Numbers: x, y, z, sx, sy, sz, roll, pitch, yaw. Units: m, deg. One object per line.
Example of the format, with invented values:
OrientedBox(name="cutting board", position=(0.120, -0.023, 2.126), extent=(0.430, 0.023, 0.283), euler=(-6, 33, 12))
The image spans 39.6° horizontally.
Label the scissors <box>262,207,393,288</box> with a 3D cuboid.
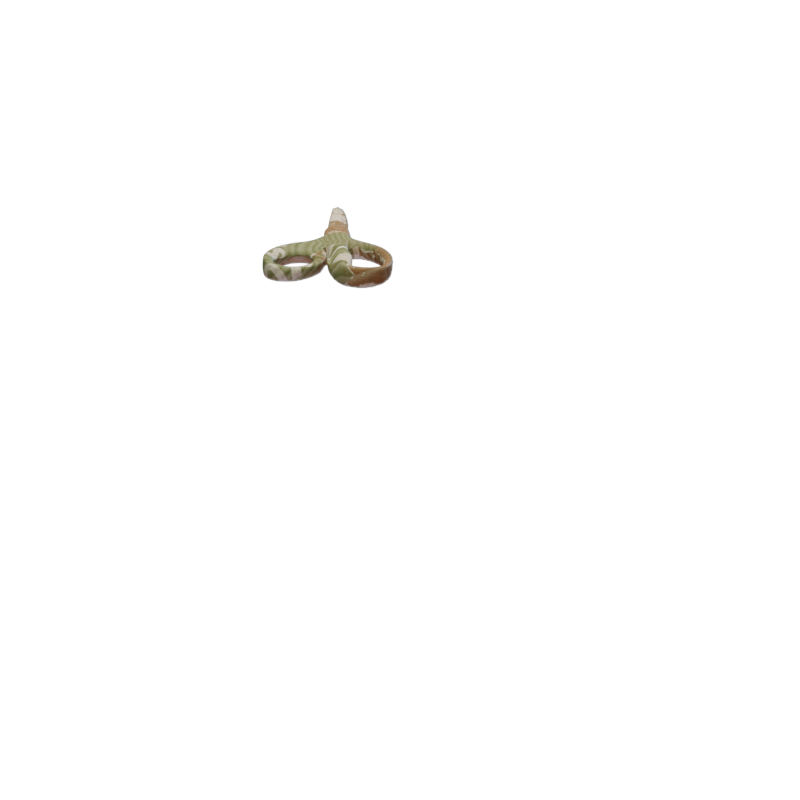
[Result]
OrientedBox(name="scissors", position=(-0.063, -0.115, 0.806), extent=(0.095, 0.015, 0.213), euler=(-6, 22, -15))
